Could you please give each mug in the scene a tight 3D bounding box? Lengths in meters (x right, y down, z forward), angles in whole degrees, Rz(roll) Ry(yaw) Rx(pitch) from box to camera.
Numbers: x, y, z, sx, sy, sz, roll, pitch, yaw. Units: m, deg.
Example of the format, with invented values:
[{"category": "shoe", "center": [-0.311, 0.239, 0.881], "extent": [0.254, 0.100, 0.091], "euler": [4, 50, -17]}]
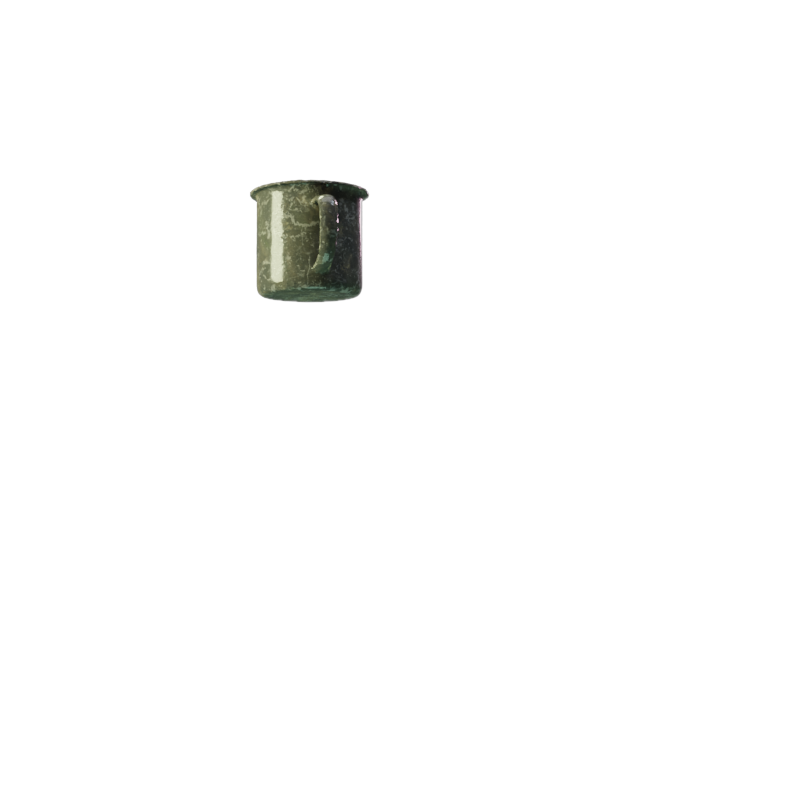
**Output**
[{"category": "mug", "center": [-0.066, -0.121, 0.847], "extent": [0.091, 0.083, 0.118], "euler": [2, -6, -18]}]
